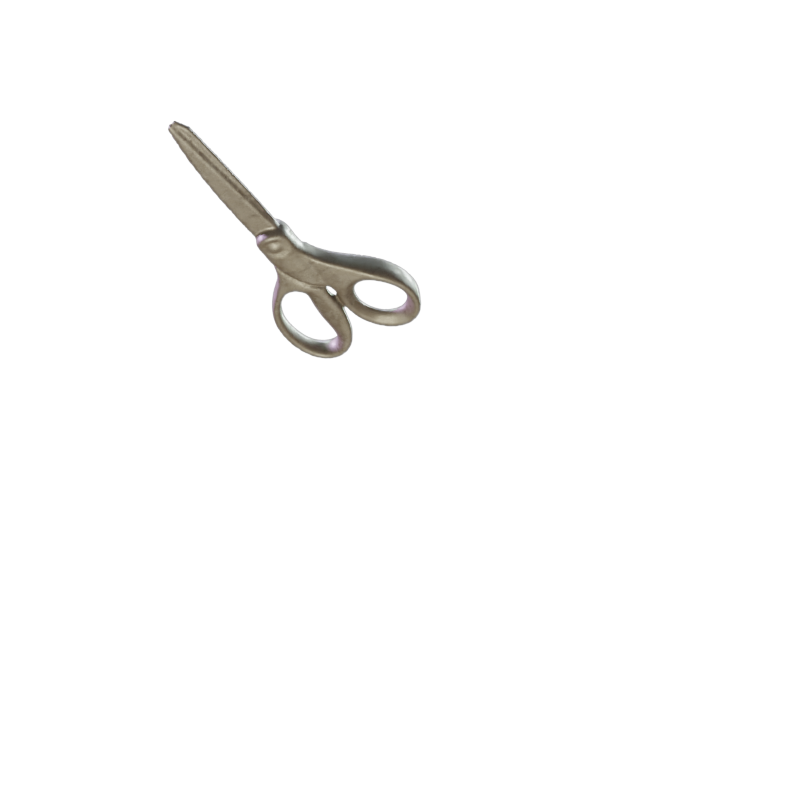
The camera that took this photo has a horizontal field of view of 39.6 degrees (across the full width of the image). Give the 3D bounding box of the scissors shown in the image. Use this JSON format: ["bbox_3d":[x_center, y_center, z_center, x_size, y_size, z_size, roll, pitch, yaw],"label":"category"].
[{"bbox_3d":[-0.047,-0.086,0.601,0.097,0.017,0.186,-7,-36,10],"label":"scissors"}]
